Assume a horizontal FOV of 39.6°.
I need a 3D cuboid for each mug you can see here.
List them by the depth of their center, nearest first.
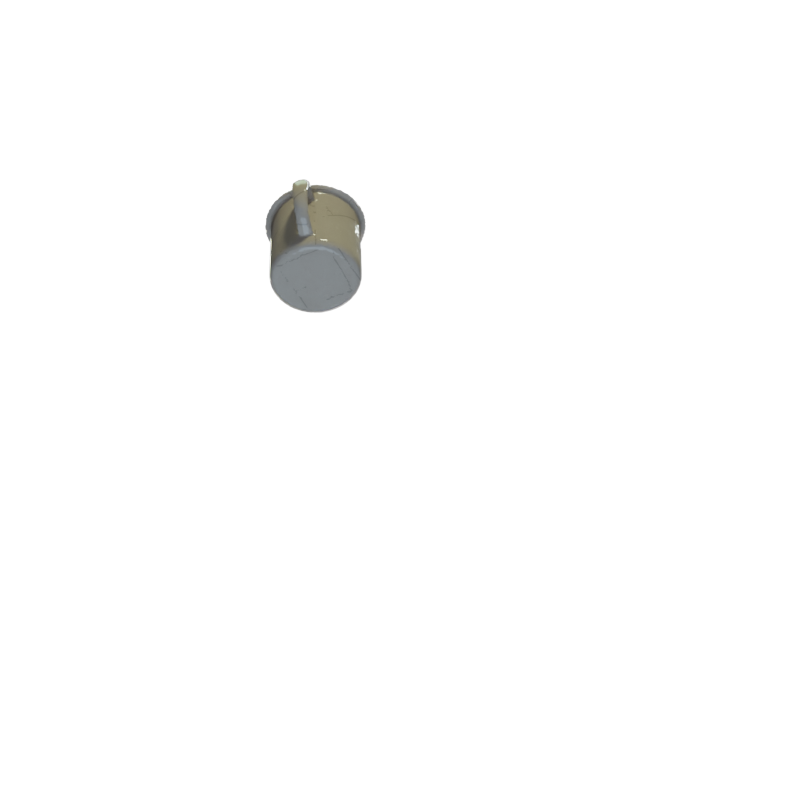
[{"bbox_3d":[-0.078,-0.142,0.992,0.094,0.109,0.087,-7,41,4],"label":"mug"}]
